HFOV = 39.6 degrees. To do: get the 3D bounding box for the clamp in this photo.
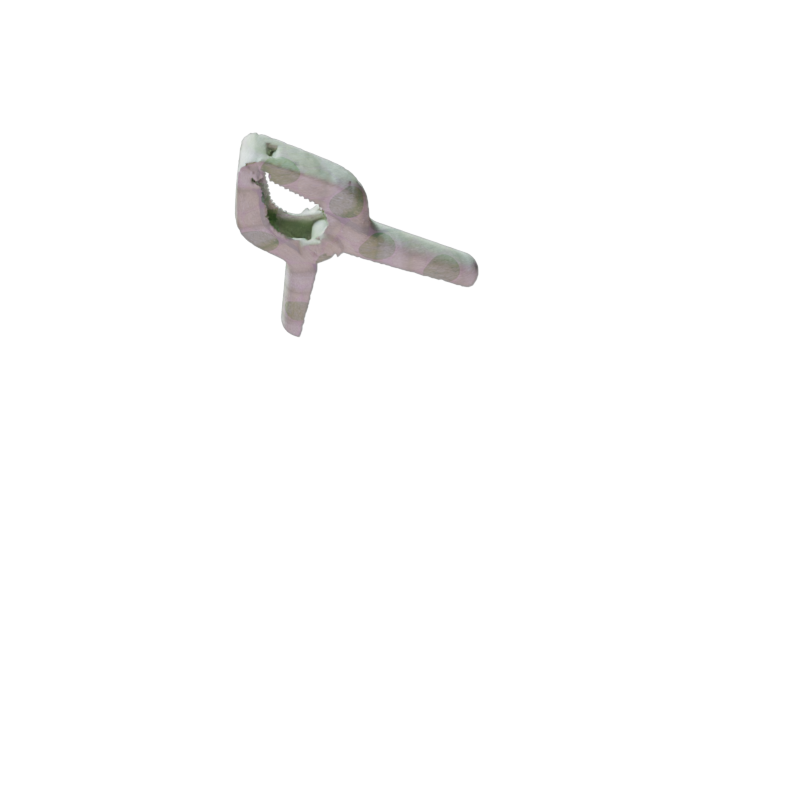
[{"bbox_3d":[-0.063,-0.114,0.802,0.166,0.039,0.195,-21,-38,28],"label":"clamp"}]
